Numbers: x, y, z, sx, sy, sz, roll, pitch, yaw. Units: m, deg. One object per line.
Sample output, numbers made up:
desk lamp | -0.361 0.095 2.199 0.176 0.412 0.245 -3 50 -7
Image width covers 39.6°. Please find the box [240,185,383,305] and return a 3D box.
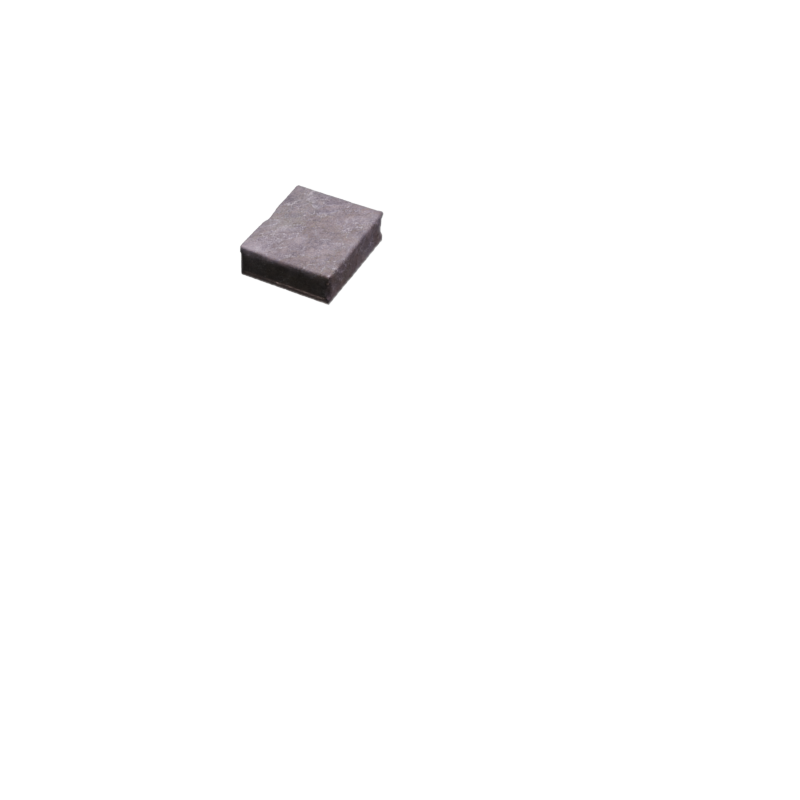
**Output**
box | -0.063 -0.115 0.808 0.076 0.028 0.092 19 46 19
